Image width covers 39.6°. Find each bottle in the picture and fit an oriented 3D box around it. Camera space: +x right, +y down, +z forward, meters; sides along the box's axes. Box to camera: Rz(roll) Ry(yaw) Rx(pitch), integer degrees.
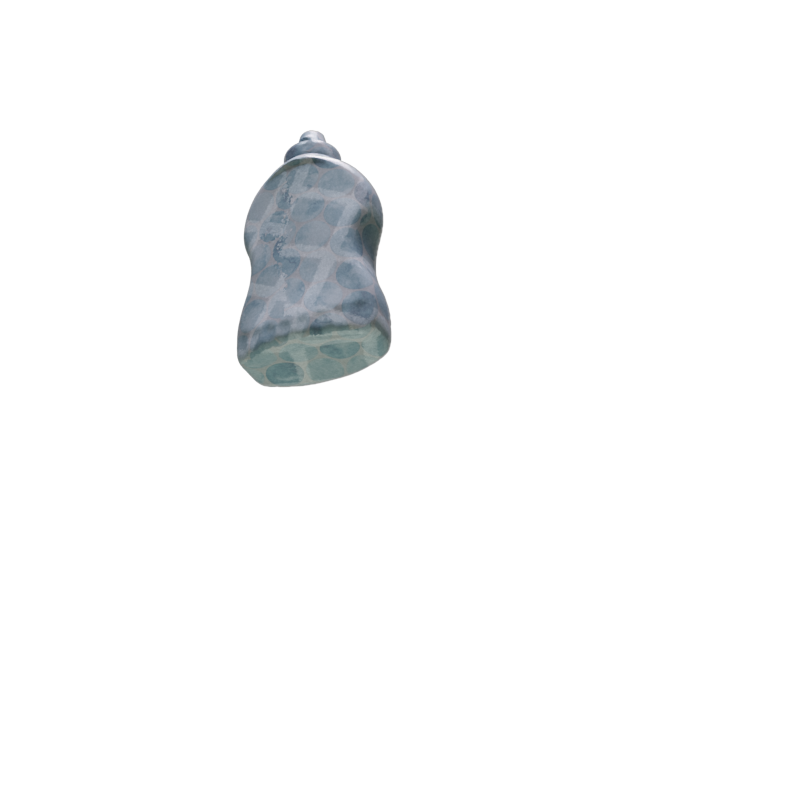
[{"bbox_3d":[-0.058,-0.106,0.743,0.097,0.205,0.054,-17,-38,19],"label":"bottle"}]
